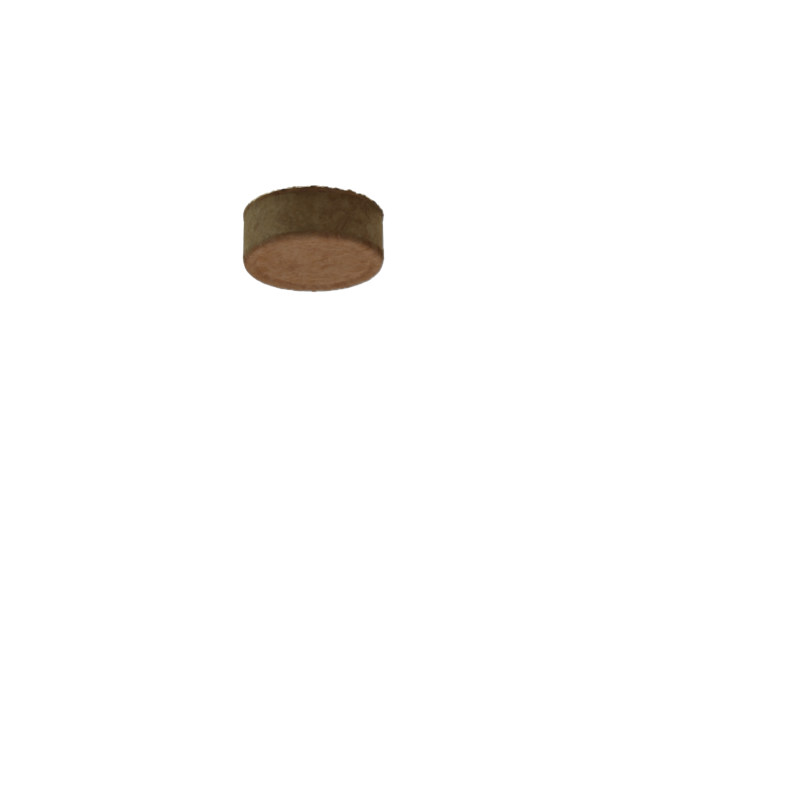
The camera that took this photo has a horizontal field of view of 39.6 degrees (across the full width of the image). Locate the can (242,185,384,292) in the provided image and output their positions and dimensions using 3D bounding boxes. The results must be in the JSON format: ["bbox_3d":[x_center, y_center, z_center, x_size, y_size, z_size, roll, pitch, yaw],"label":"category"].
[{"bbox_3d":[-0.052,-0.095,0.667,0.086,0.035,0.082,0,-18,-2],"label":"can"}]
